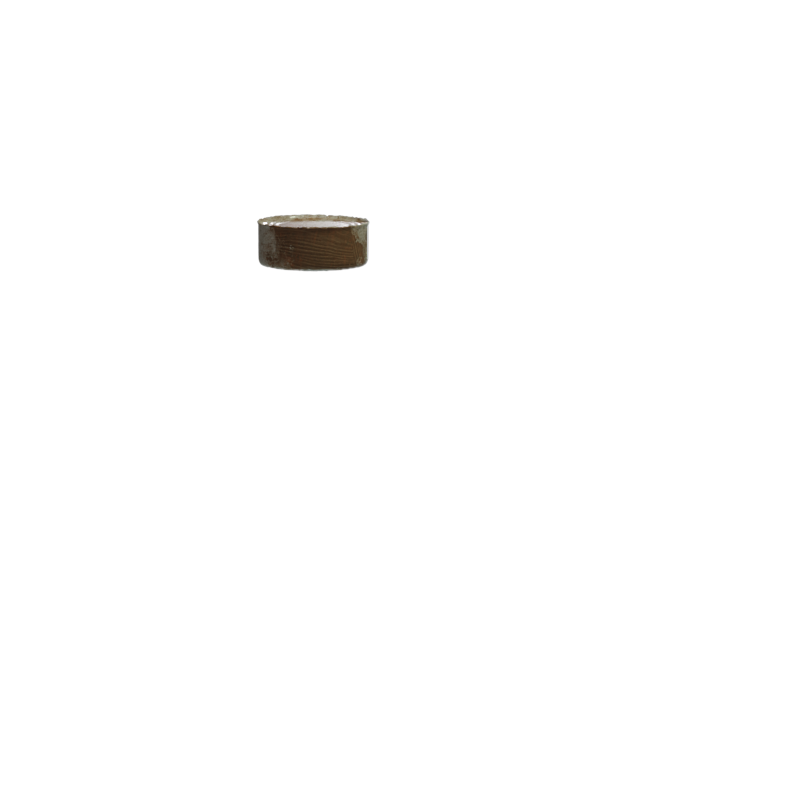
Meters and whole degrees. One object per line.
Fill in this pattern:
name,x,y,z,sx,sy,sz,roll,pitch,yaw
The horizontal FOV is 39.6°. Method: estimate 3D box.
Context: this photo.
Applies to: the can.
can,-0.066,-0.121,0.848,0.086,0.033,0.088,0,14,-2
